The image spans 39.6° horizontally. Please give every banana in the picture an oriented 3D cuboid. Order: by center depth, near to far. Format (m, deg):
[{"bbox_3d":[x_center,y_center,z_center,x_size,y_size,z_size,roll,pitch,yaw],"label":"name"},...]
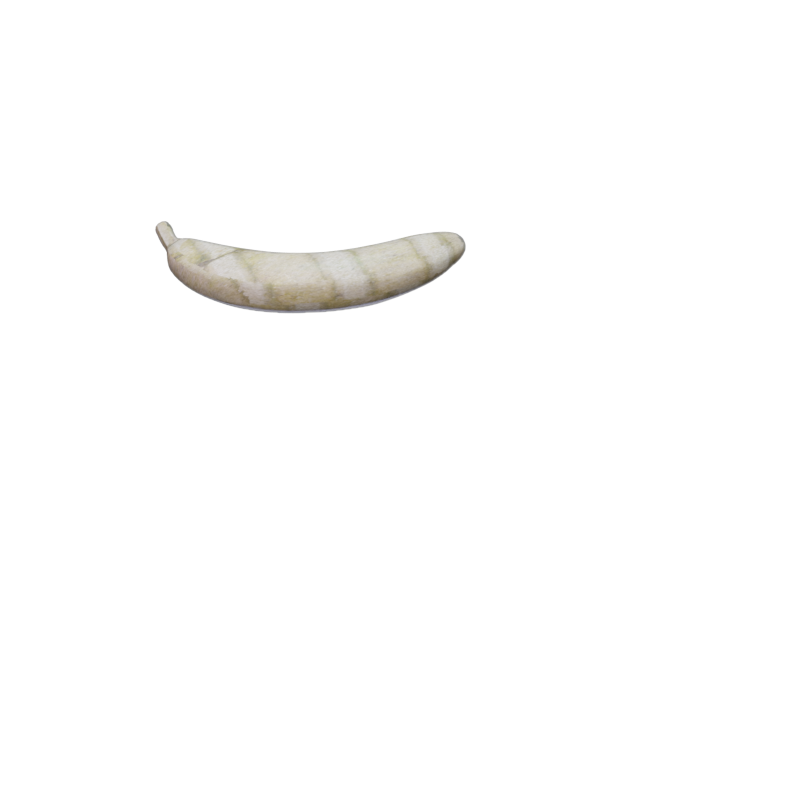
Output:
[{"bbox_3d":[-0.059,-0.083,0.680,0.198,0.074,0.034,4,-35,3],"label":"banana"}]
